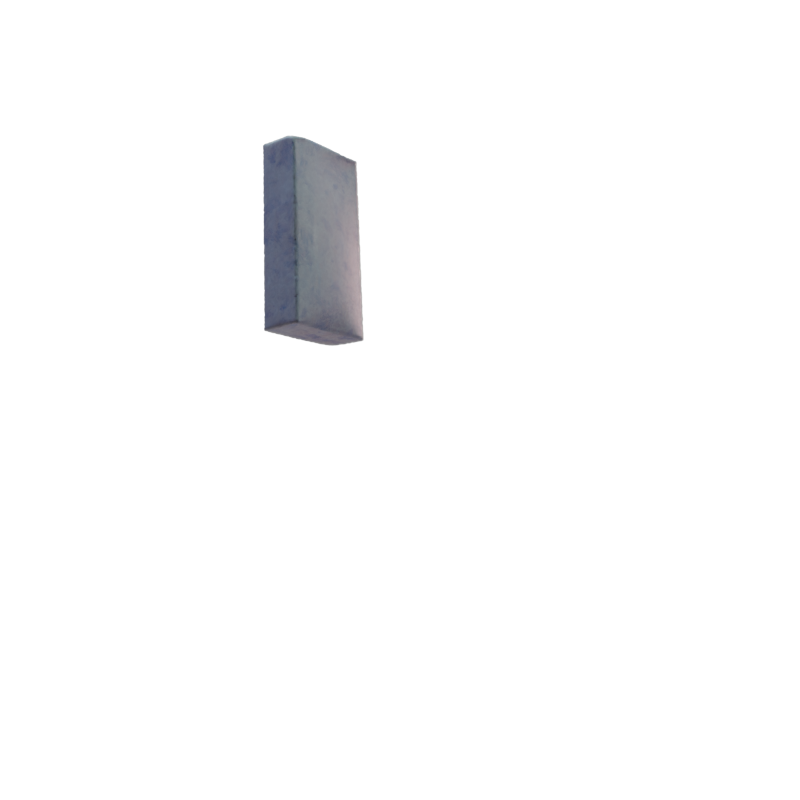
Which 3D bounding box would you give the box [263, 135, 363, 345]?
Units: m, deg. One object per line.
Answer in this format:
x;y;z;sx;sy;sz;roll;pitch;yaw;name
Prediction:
-0.078;-0.143;0.997;0.049;0.183;0.088;-14;-20;37;box
